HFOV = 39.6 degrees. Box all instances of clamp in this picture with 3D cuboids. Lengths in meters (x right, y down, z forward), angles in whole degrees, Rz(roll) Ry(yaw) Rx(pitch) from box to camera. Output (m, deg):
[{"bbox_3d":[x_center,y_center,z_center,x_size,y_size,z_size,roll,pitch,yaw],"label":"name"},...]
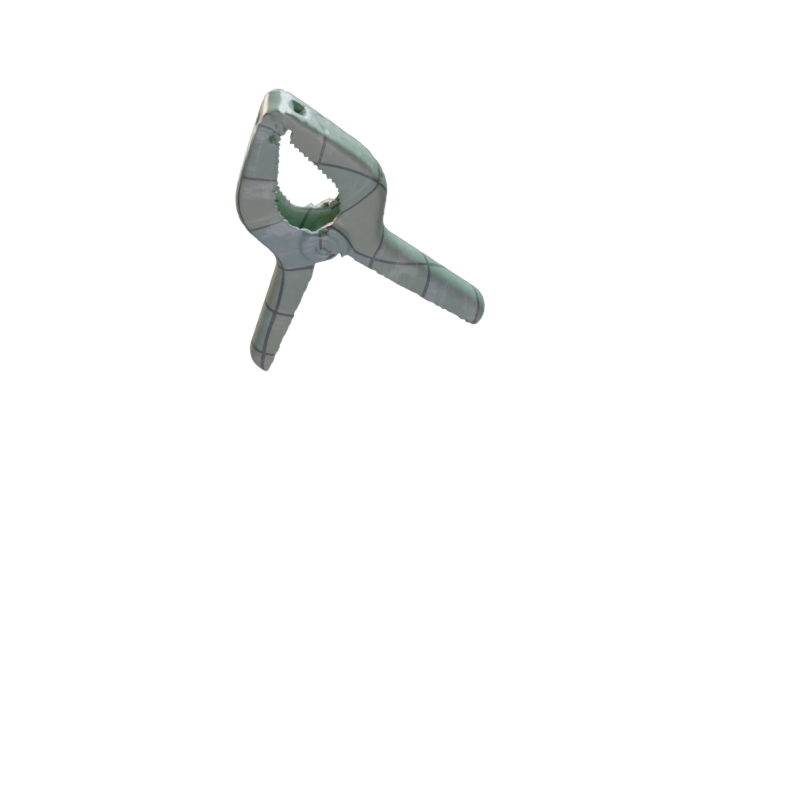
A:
[{"bbox_3d":[-0.056,-0.101,0.711,0.165,0.194,0.039,-19,39,15],"label":"clamp"}]
